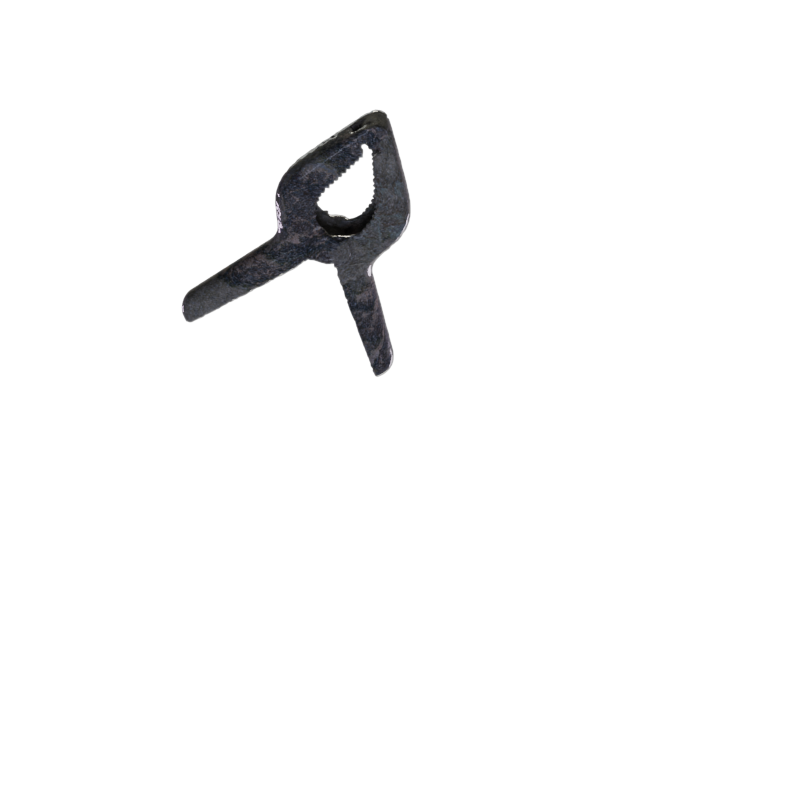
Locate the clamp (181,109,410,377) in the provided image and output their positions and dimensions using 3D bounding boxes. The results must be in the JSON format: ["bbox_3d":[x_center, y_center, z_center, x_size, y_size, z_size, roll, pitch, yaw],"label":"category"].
[{"bbox_3d":[-0.062,-0.112,0.786,0.162,0.199,0.039,12,35,-8],"label":"clamp"}]
